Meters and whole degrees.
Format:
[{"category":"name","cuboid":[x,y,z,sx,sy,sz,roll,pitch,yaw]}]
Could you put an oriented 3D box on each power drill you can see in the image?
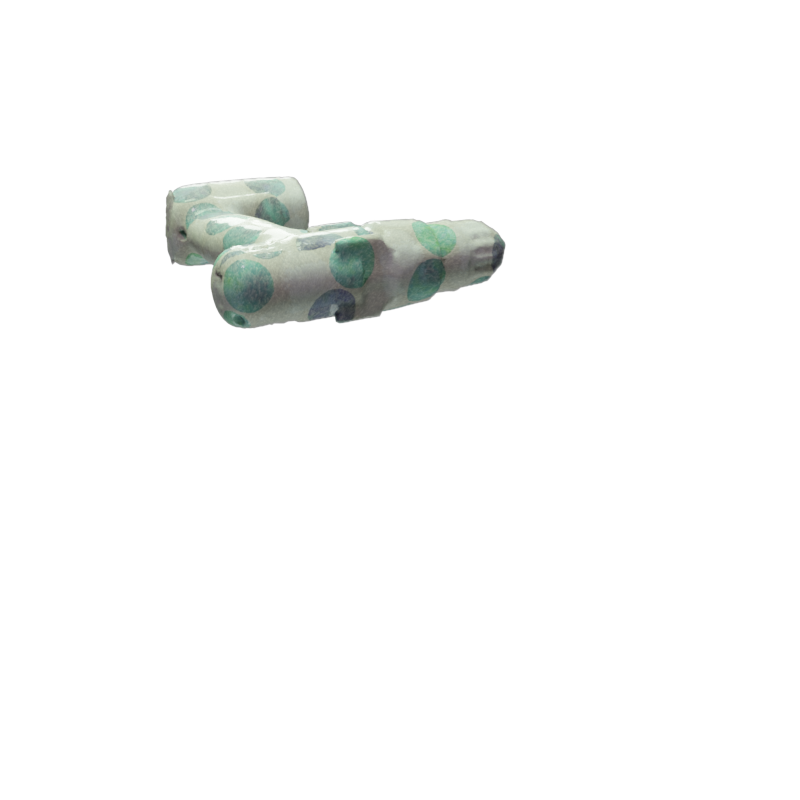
[{"category":"power drill","cuboid":[-0.054,-0.099,0.695,0.180,0.055,0.199,-10,22,-28]}]
